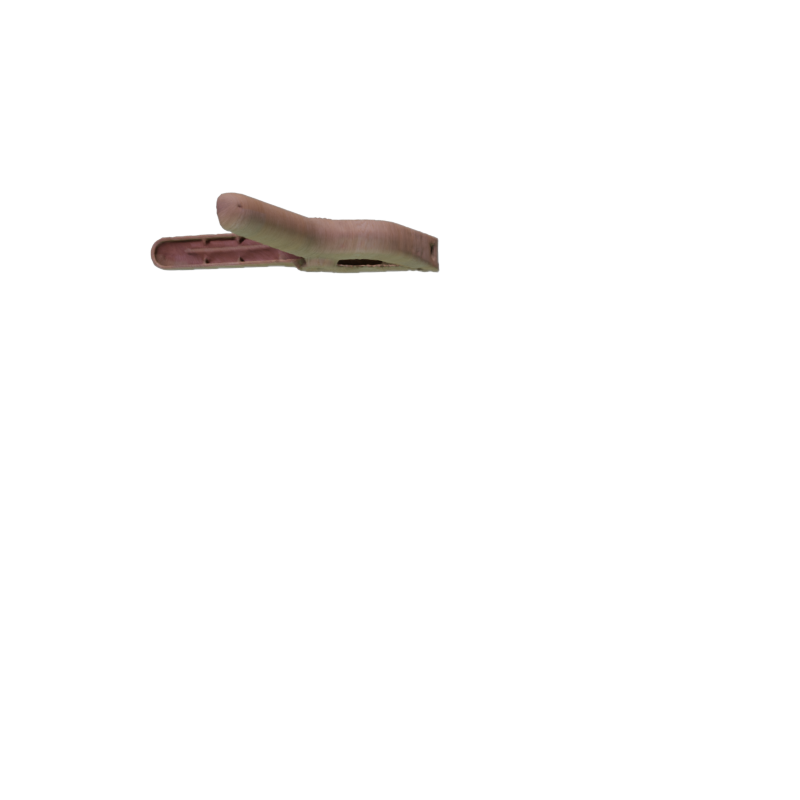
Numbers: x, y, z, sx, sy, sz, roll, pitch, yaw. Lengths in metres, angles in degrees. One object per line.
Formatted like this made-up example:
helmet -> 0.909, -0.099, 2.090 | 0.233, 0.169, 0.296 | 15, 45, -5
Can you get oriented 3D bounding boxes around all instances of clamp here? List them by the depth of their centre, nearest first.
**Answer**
clamp -> -0.062, -0.113, 0.792 | 0.205, 0.037, 0.165 | 1, -4, -18
